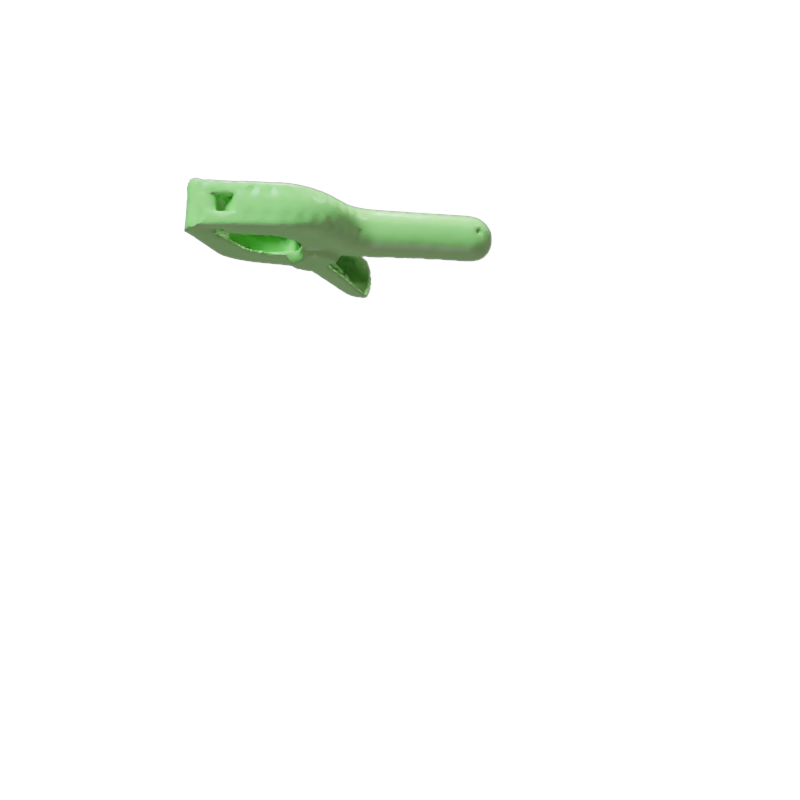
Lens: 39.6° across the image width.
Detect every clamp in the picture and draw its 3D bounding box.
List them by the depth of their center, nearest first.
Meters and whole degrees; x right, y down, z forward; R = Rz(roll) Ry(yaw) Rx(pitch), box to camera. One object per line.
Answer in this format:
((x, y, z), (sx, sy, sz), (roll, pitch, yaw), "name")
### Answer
((-0.049, -0.089, 0.626), (0.164, 0.041, 0.119), (10, -21, -28), "clamp")
